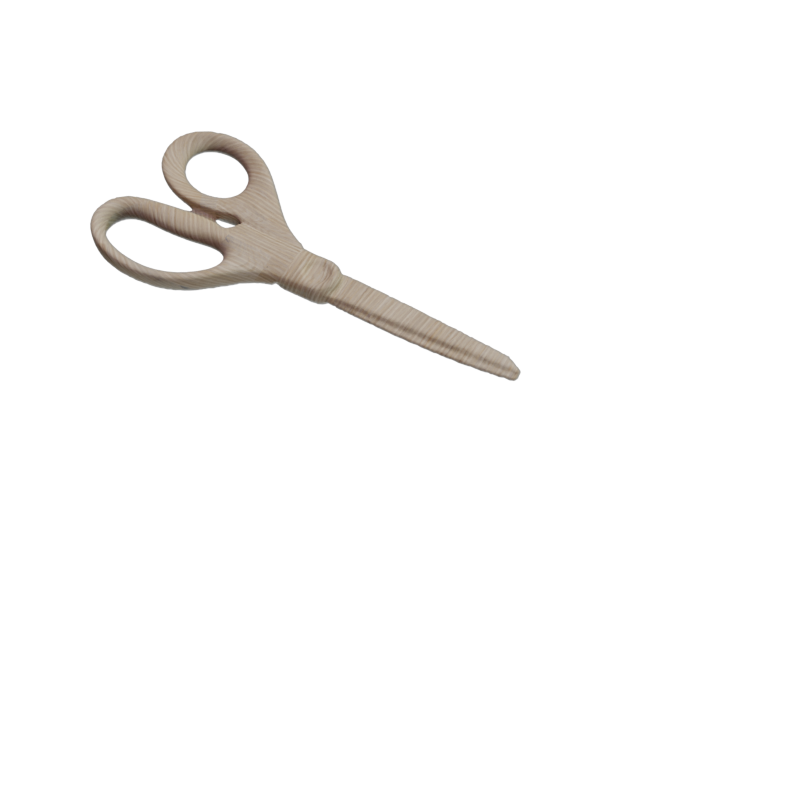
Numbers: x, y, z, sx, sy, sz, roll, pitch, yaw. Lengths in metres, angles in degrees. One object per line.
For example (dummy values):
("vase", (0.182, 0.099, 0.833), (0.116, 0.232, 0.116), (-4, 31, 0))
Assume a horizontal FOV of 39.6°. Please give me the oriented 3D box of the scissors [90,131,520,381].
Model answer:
("scissors", (-0.040, -0.072, 0.505), (0.204, 0.101, 0.015), (12, -31, 7))
